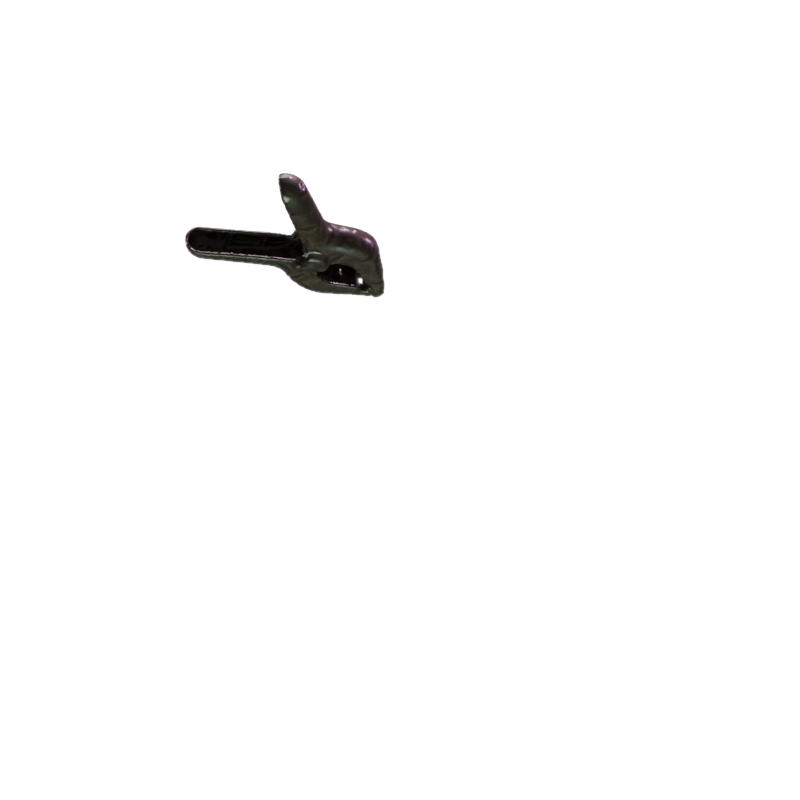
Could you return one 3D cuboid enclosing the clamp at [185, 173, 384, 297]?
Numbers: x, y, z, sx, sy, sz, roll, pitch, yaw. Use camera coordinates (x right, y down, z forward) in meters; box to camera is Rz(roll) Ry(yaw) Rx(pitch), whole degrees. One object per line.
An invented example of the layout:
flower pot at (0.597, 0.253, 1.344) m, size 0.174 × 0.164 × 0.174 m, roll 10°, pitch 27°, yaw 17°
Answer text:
clamp at (-0.068, -0.124, 0.869) m, size 0.163 × 0.041 × 0.120 m, roll 13°, pitch -23°, yaw -35°
